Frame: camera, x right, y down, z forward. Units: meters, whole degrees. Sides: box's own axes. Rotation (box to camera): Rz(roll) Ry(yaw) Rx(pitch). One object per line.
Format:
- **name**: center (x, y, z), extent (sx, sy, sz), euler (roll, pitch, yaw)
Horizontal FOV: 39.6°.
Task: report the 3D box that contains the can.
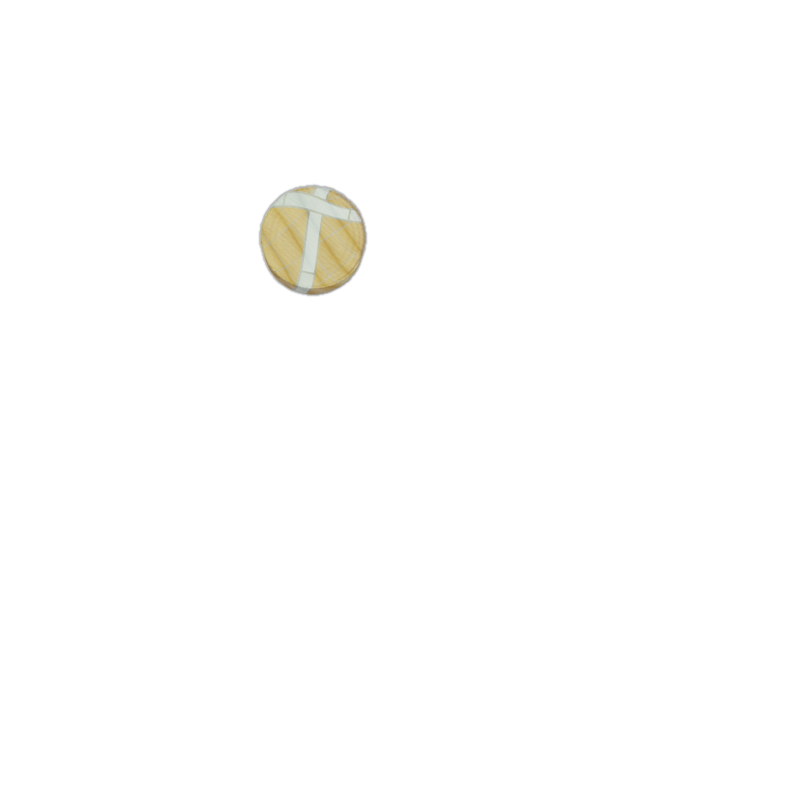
- **can**: center (-0.071, -0.130, 0.910), extent (0.086, 0.089, 0.032), euler (0, -14, -1)
